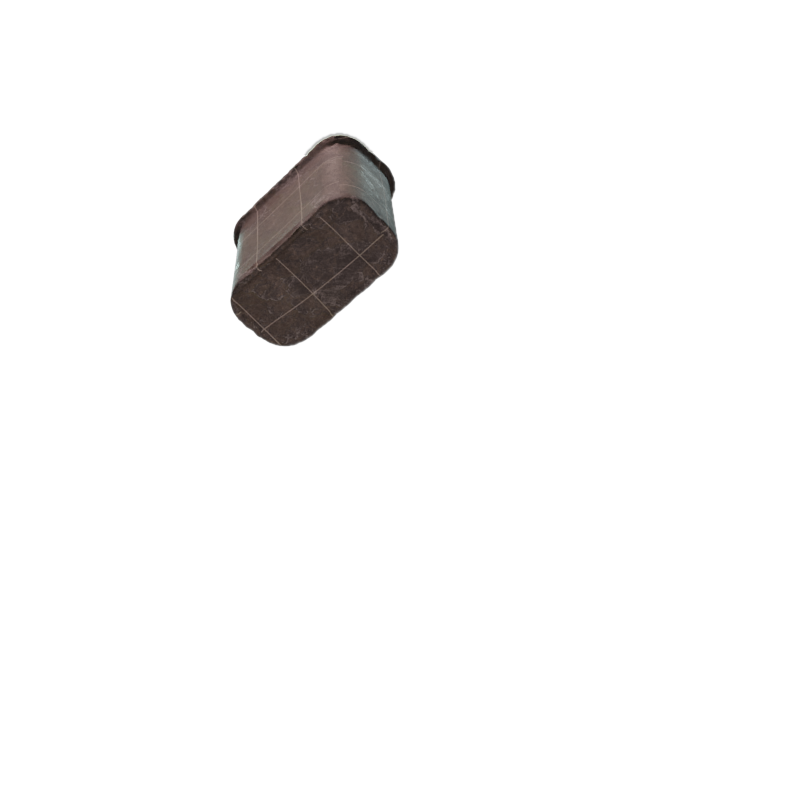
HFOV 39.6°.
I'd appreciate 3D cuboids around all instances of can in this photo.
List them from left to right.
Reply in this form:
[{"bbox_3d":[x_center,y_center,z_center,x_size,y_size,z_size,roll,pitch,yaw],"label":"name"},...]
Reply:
[{"bbox_3d":[-0.049,-0.089,0.622,0.055,0.101,0.089,41,21,-24],"label":"can"}]
